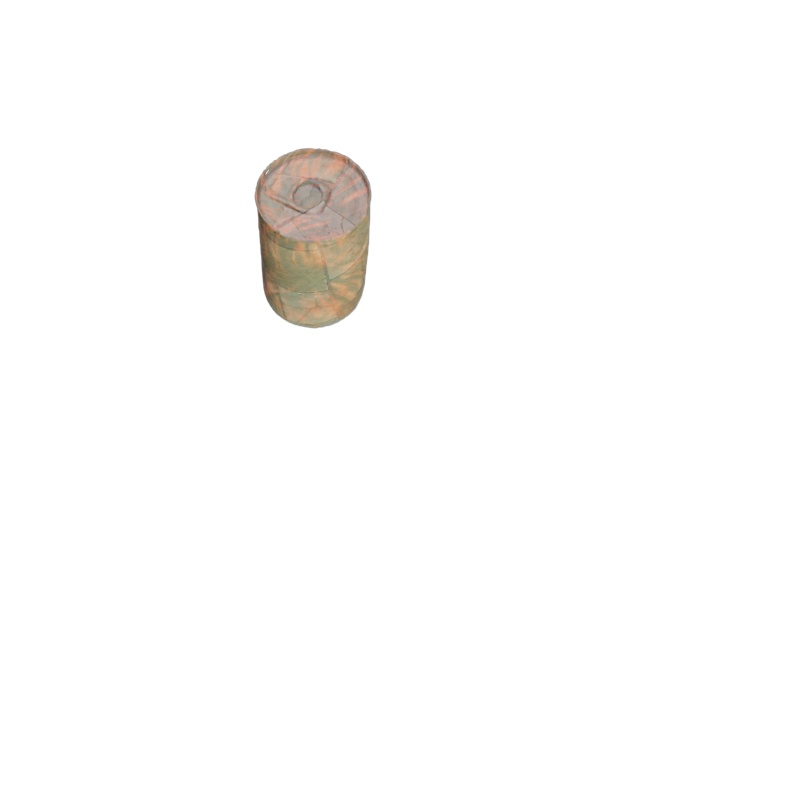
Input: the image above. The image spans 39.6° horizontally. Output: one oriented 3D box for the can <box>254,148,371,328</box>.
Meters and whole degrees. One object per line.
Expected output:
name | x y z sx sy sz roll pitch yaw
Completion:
can | -0.054 -0.098 0.684 0.068 0.073 0.096 0 -29 -3
